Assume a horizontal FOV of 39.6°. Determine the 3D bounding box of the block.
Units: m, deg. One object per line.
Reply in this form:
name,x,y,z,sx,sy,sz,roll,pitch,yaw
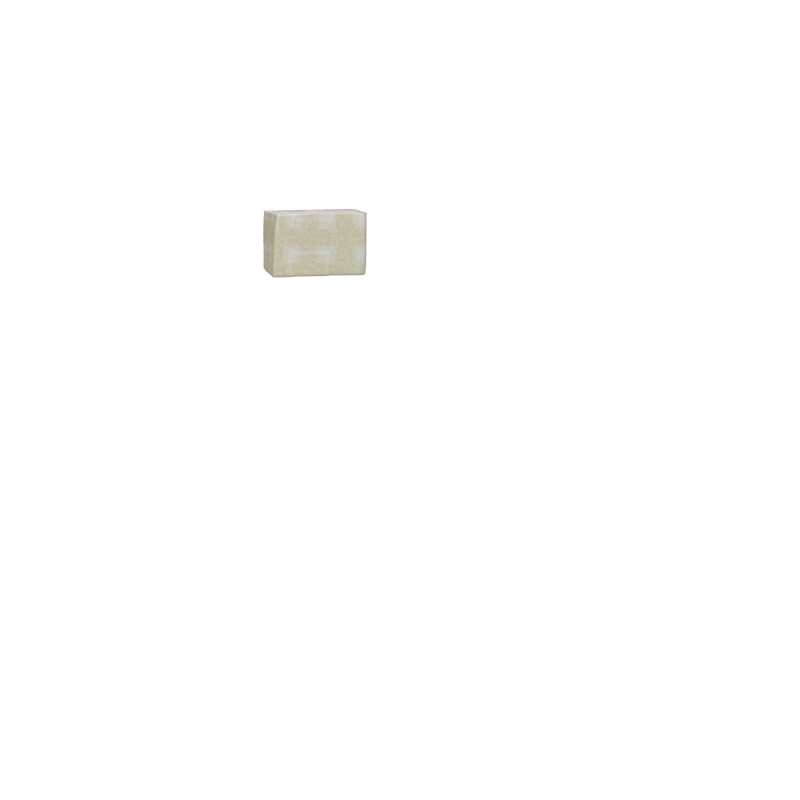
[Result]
block,-0.071,-0.130,0.912,0.077,0.050,0.055,-3,11,-15
